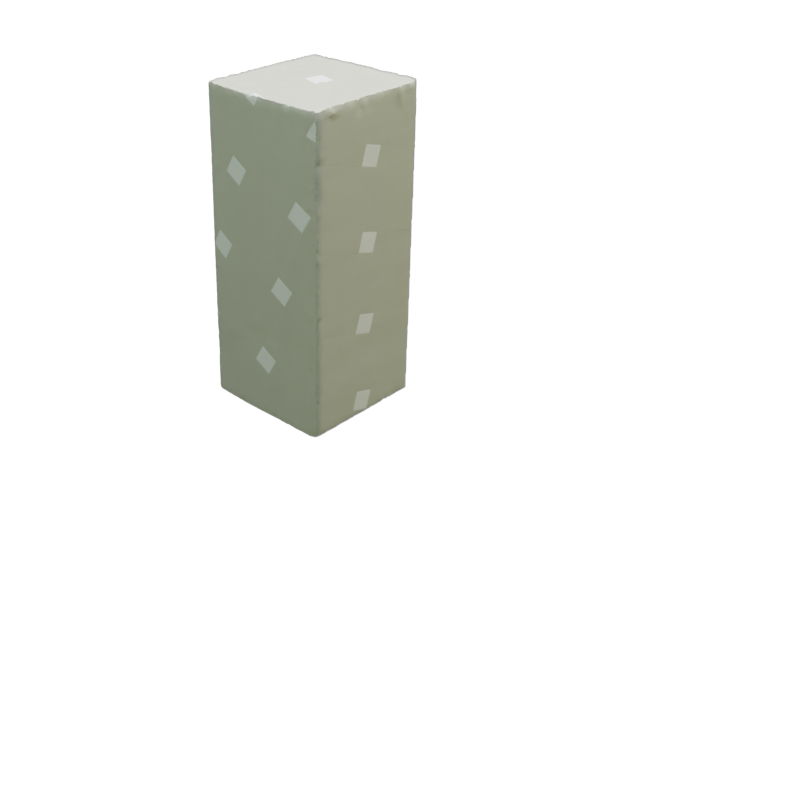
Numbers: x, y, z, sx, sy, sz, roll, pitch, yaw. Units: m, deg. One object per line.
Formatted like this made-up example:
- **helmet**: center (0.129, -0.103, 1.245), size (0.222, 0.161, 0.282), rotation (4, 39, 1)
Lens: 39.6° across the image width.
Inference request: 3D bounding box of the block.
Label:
- **block**: center (-0.053, -0.097, 0.682), size (0.096, 0.195, 0.090), rotation (23, 33, 37)
